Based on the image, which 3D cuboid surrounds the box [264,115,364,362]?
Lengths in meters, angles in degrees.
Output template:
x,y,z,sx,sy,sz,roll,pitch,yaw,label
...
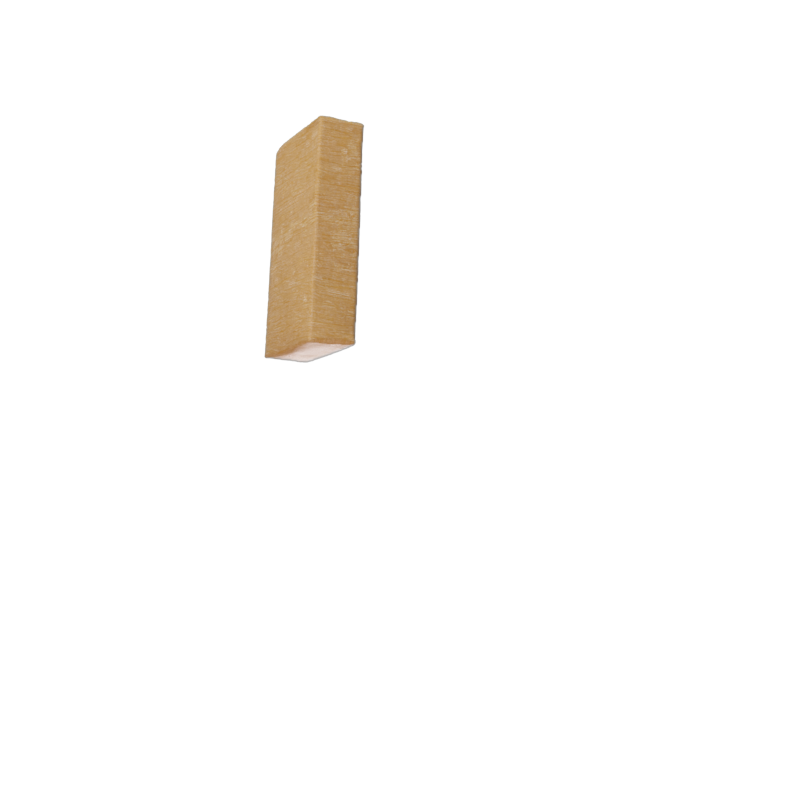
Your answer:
x,y,z,sx,sy,sz,roll,pitch,yaw,label
-0.068,-0.124,0.867,0.046,0.182,0.094,6,-15,-27,box
